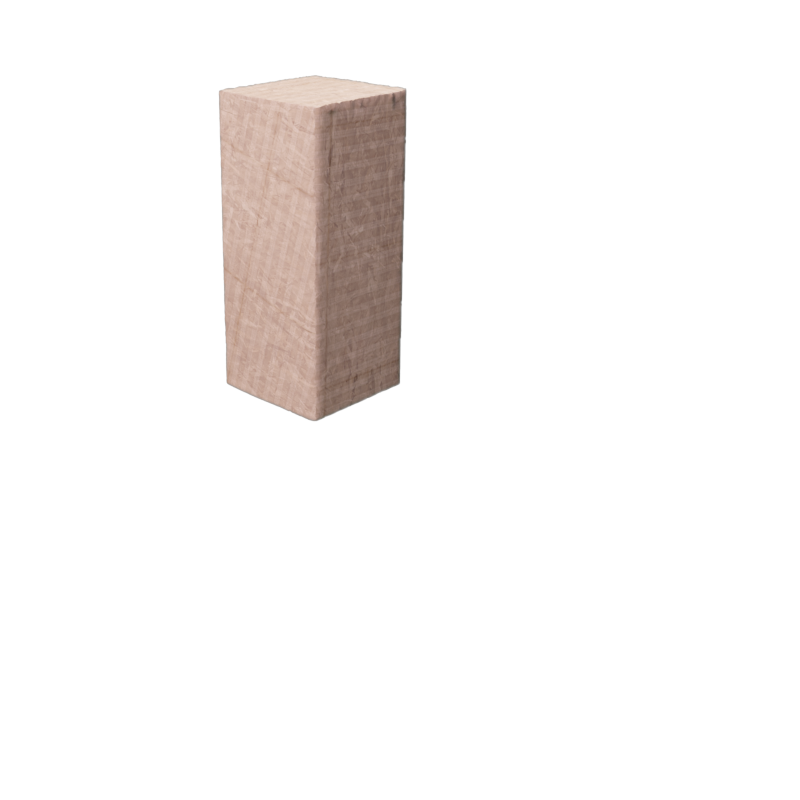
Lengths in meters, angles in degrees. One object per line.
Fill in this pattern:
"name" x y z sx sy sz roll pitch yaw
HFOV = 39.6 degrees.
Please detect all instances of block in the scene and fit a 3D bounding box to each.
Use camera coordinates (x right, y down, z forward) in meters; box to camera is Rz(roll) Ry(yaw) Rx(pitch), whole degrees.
"block" -0.058 -0.106 0.741 0.095 0.198 0.089 18 25 40
